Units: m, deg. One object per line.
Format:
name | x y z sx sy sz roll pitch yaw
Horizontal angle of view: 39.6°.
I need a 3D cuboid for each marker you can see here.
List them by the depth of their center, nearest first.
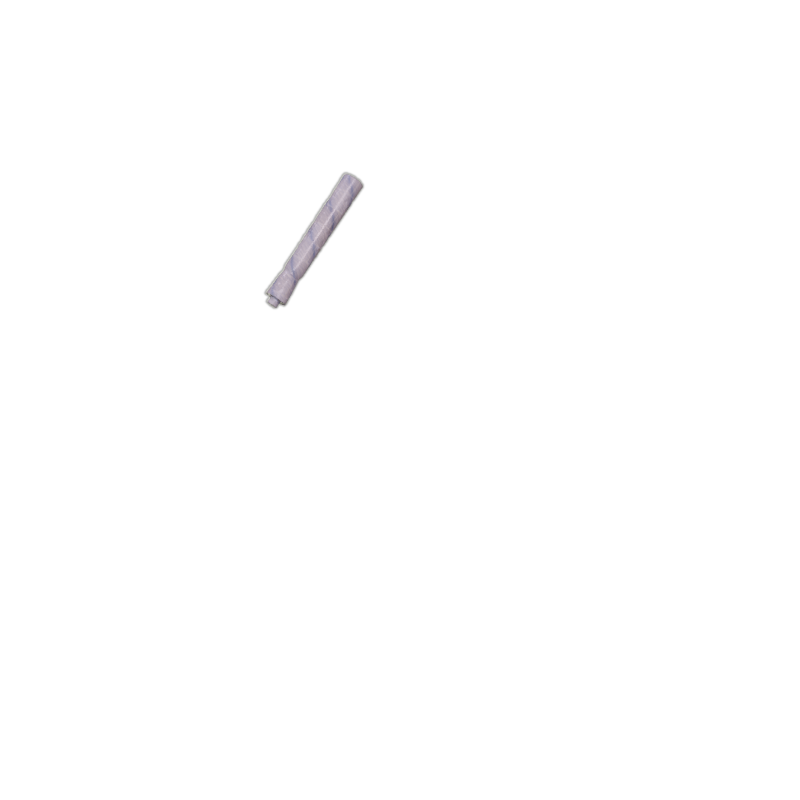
marker | -0.068 -0.124 0.867 0.020 0.123 0.019 31 -13 4
